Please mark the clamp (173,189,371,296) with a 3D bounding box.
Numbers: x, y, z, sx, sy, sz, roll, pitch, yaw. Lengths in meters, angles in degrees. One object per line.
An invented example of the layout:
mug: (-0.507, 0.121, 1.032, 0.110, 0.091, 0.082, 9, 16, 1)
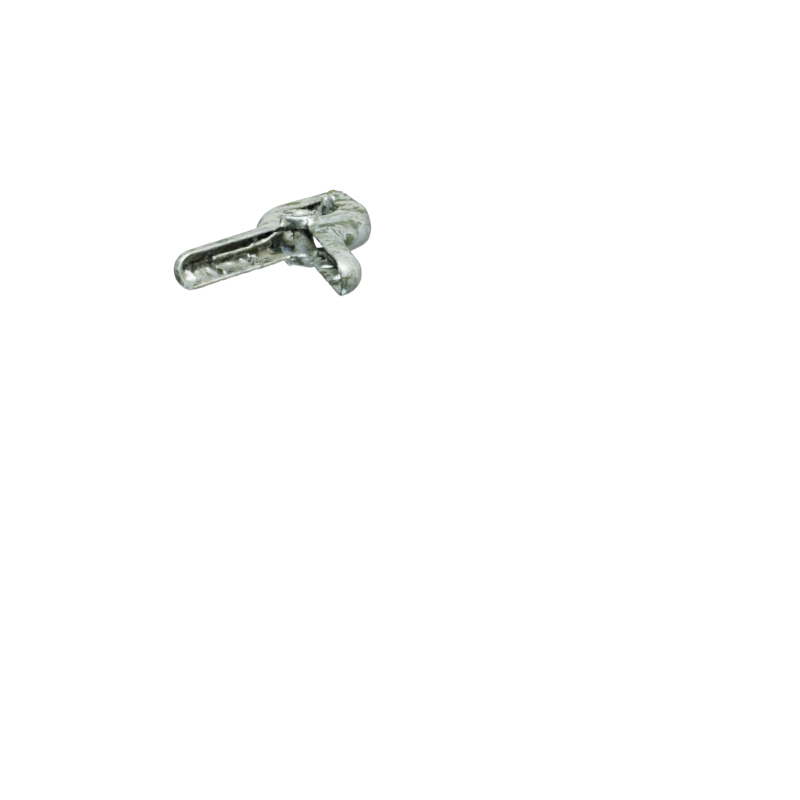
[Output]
clamp: (-0.058, -0.105, 0.737, 0.125, 0.037, 0.174, 12, 30, 21)
